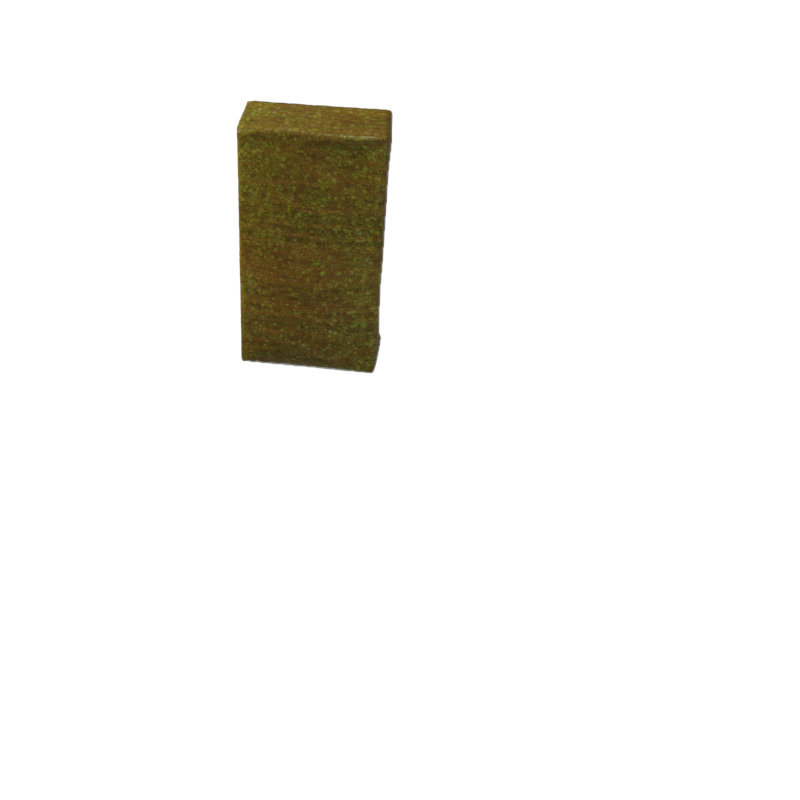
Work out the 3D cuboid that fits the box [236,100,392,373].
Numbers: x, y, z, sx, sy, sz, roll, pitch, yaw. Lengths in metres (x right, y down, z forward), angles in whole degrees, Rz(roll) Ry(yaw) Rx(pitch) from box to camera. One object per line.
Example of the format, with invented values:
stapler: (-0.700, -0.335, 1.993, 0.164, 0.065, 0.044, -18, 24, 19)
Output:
box: (-0.056, -0.101, 0.709, 0.094, 0.165, 0.051, 6, 37, 4)
